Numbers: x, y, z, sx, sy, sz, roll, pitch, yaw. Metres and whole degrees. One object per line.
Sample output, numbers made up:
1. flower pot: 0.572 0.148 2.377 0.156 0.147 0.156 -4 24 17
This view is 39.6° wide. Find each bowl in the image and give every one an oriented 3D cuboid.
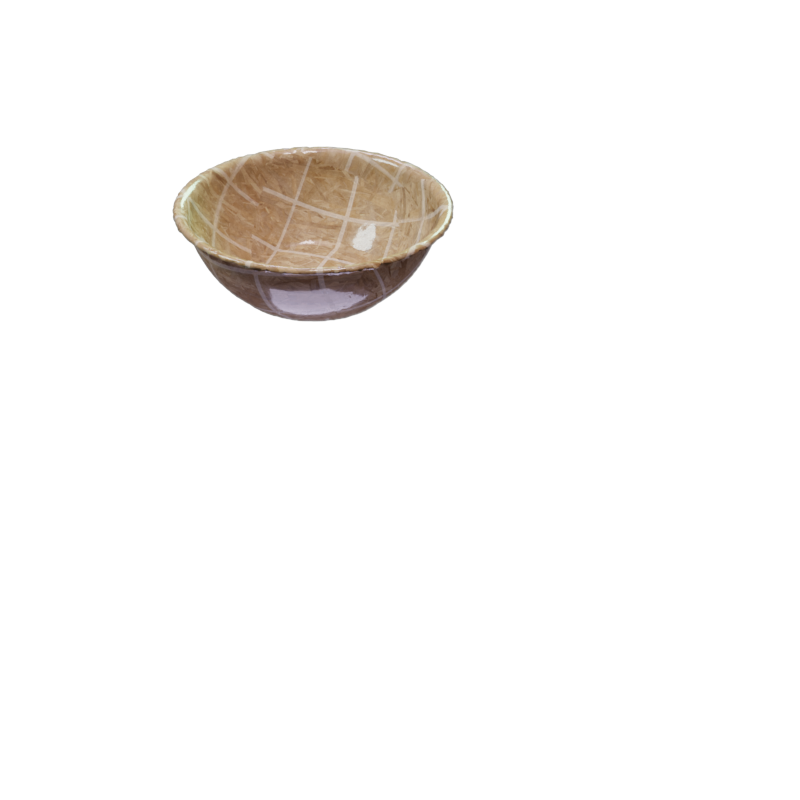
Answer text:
1. bowl: -0.051 -0.093 0.650 0.162 0.052 0.173 -1 34 -2
